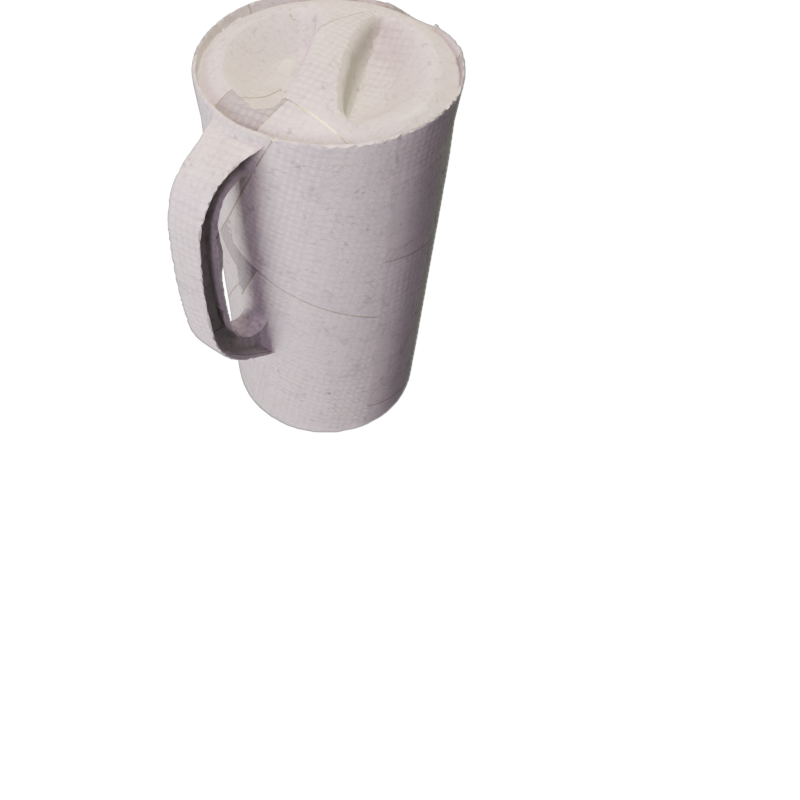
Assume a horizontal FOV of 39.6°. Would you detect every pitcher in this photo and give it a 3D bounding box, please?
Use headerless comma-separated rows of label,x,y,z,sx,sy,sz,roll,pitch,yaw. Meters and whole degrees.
pitcher,-0.048,-0.087,0.612,0.148,0.156,0.226,-4,-42,-7
